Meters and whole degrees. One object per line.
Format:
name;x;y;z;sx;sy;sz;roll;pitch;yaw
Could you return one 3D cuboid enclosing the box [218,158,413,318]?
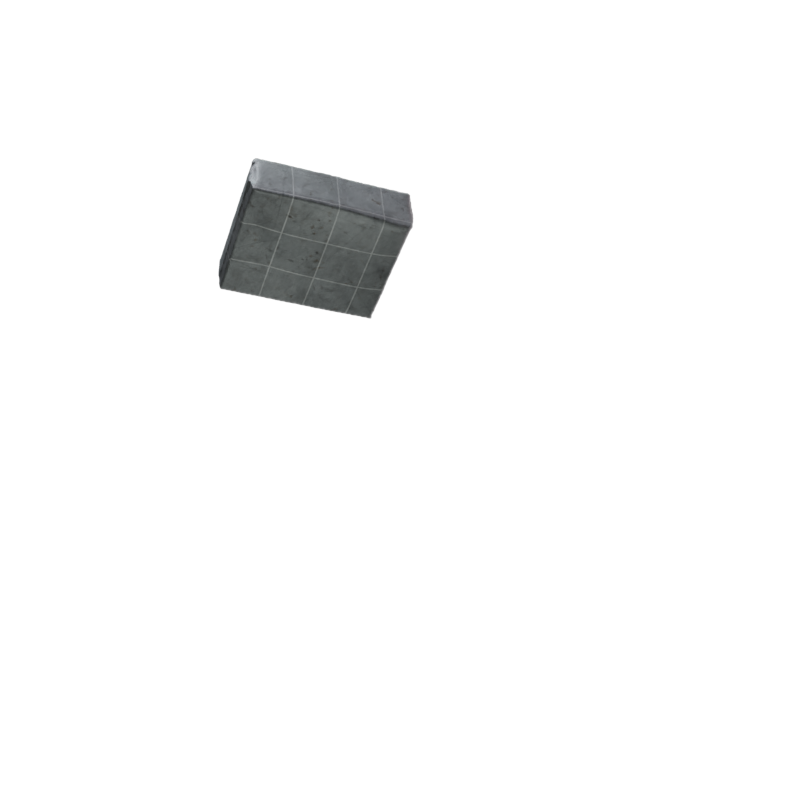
box;-0.059;-0.107;0.749;0.111;0.086;0.042;13;41;-12
